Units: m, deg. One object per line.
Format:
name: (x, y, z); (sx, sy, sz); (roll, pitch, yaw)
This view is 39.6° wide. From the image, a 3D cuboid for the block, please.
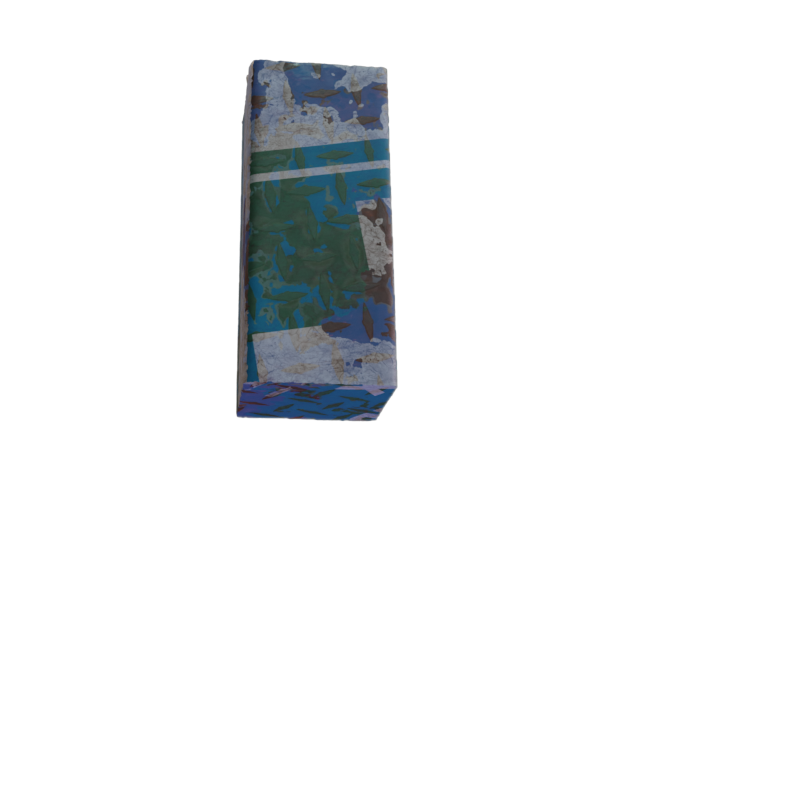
block: (-0.055, -0.099, 0.694); (0.089, 0.216, 0.087); (2, -20, -8)
